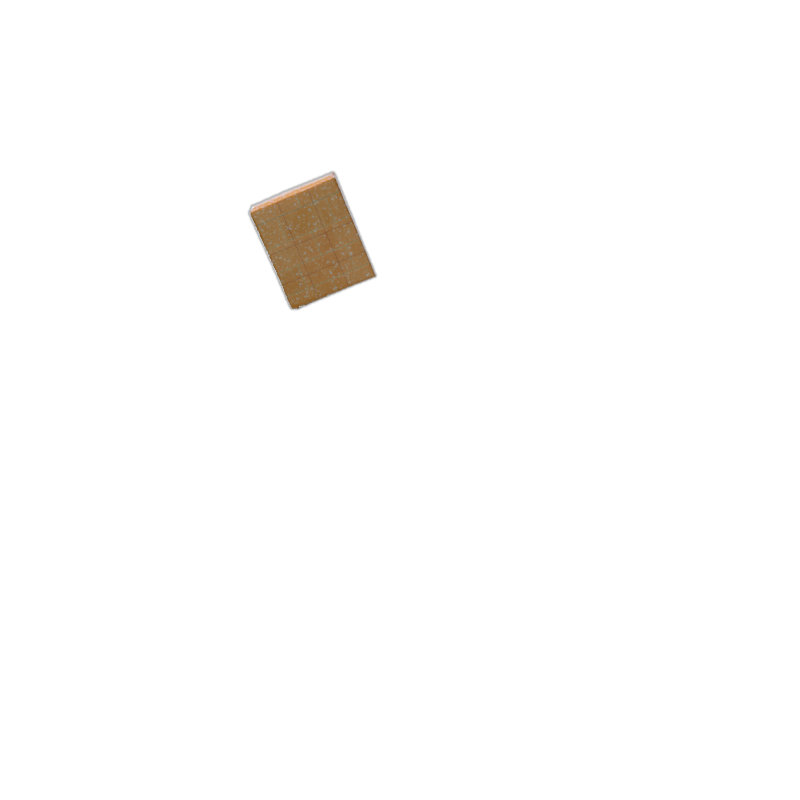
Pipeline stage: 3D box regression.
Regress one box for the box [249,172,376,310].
[{"bbox_3d":[-0.069,-0.125,0.877,0.073,0.087,0.031,-22,11,4],"label":"box"}]
